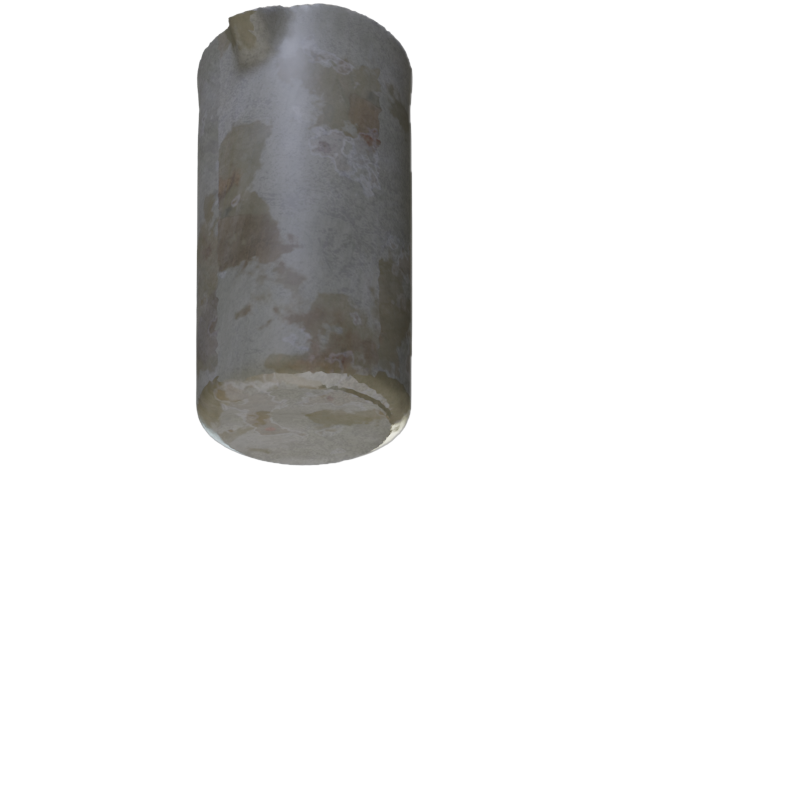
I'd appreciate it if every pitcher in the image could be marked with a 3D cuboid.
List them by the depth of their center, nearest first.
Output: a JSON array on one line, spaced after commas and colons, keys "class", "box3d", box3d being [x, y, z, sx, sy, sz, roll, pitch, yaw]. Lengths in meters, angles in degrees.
[{"class": "pitcher", "box3d": [-0.049, -0.090, 0.627, 0.144, 0.260, 0.140, 12, -35, -21]}]
